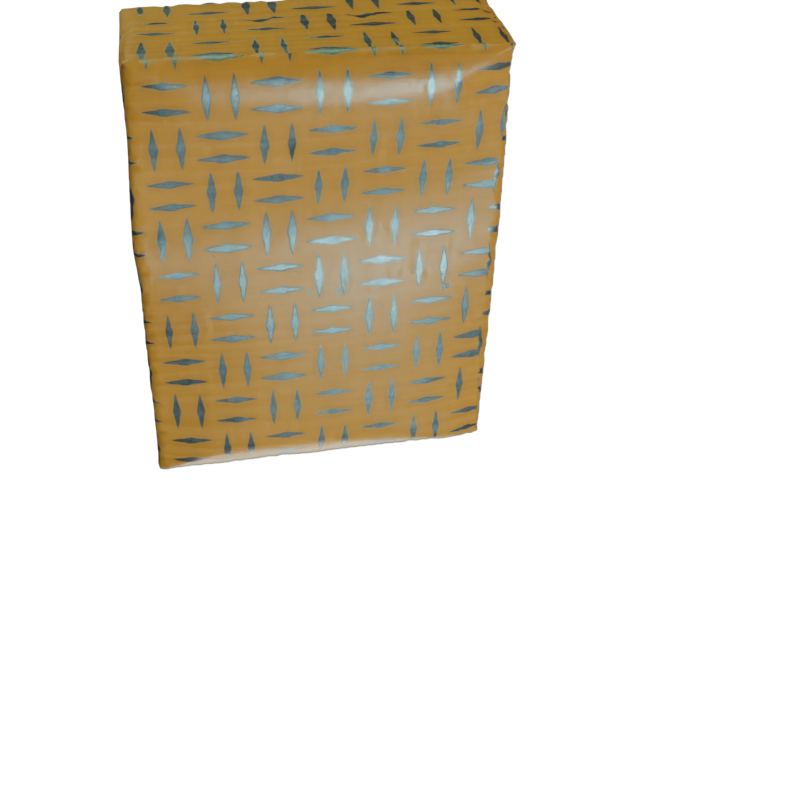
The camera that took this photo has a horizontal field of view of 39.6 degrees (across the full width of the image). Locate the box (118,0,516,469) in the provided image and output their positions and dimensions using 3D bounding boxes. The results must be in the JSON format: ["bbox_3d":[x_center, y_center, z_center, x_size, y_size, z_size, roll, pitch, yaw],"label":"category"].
[{"bbox_3d":[-0.040,-0.074,0.517,0.163,0.200,0.077,-4,35,-9],"label":"box"}]
